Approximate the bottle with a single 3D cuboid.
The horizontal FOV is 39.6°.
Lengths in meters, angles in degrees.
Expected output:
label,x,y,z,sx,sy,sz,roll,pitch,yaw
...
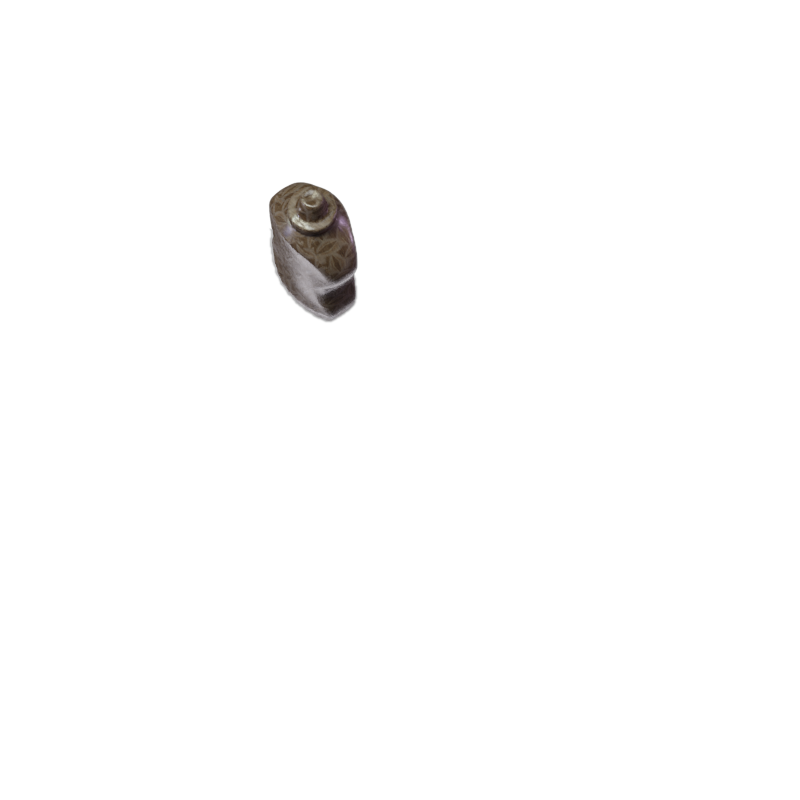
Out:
label,x,y,z,sx,sy,sz,roll,pitch,yaw
bottle,-0.076,-0.138,0.971,0.058,0.100,0.184,-33,-11,-12
